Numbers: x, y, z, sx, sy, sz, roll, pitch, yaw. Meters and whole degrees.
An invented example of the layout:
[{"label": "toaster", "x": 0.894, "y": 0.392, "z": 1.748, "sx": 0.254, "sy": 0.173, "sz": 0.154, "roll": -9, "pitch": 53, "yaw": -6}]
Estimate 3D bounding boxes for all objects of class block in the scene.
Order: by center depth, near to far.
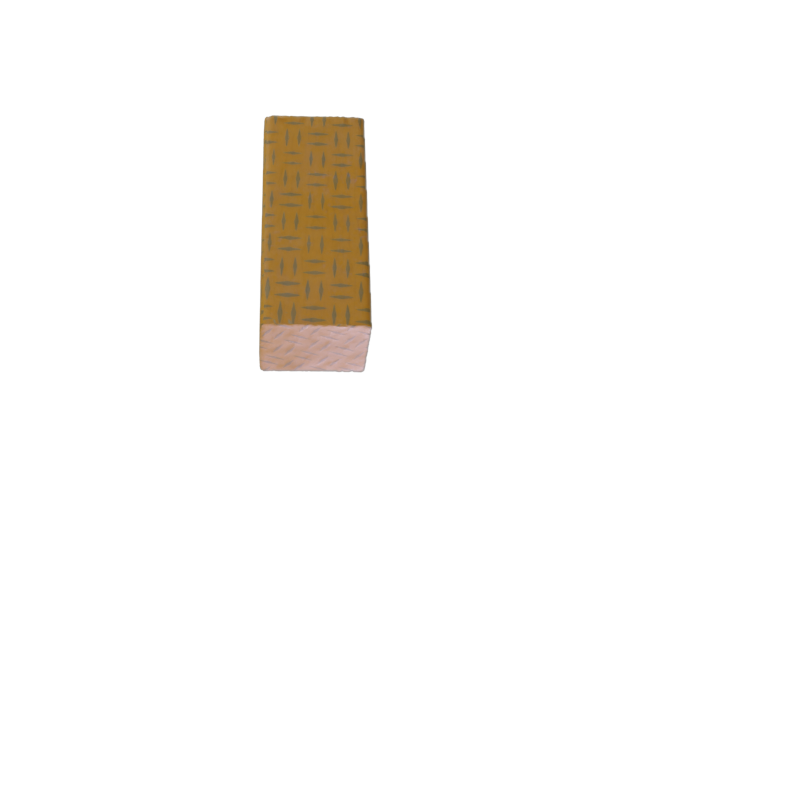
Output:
[{"label": "block", "x": -0.075, "y": -0.137, "z": 0.959, "sx": 0.090, "sy": 0.219, "sz": 0.085, "roll": 0, "pitch": -29, "yaw": -5}]
